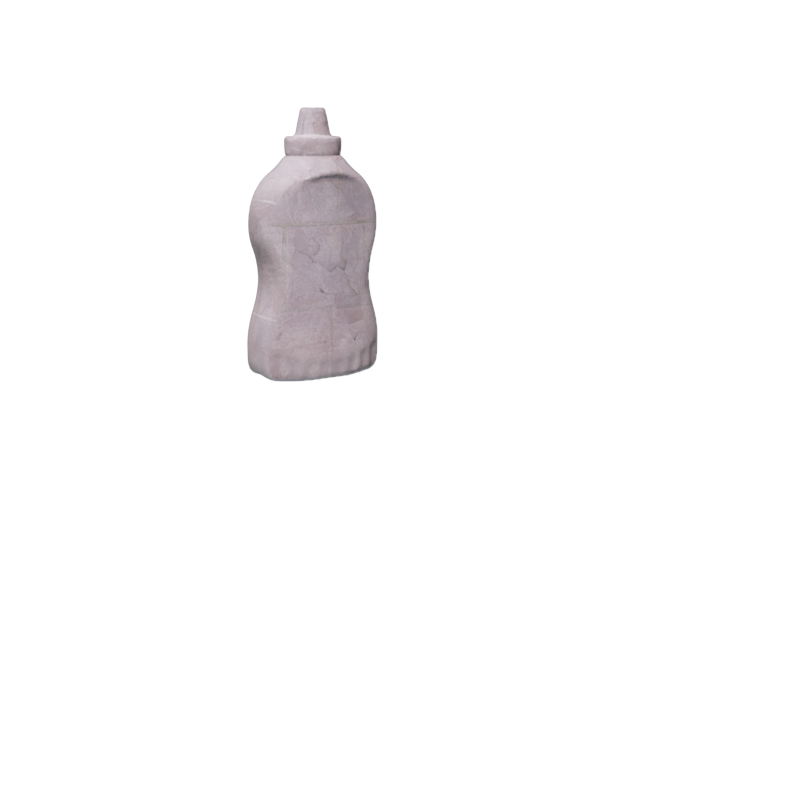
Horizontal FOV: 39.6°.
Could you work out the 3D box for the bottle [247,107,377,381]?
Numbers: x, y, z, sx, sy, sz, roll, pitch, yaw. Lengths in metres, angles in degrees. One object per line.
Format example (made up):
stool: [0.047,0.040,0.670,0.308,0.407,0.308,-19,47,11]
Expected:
bottle: [-0.063,-0.114,0.799,0.093,0.188,0.061,-4,9,-30]
